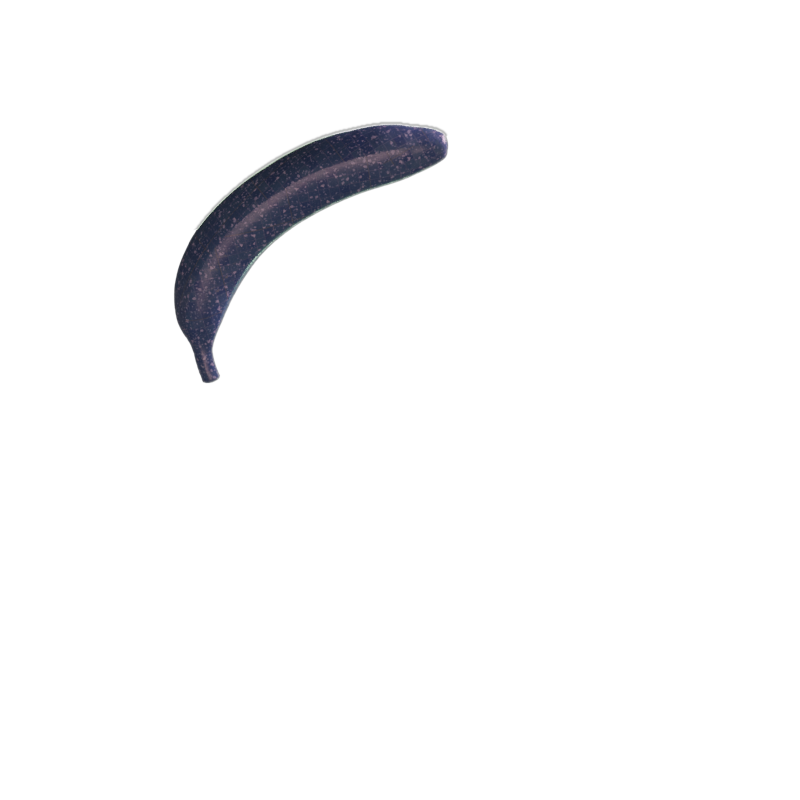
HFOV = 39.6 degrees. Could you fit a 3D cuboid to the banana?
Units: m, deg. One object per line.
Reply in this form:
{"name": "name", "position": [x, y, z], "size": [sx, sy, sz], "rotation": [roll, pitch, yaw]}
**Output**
{"name": "banana", "position": [-0.064, -0.098, 0.619], "size": [0.196, 0.067, 0.039], "rotation": [-42, 18, 15]}
